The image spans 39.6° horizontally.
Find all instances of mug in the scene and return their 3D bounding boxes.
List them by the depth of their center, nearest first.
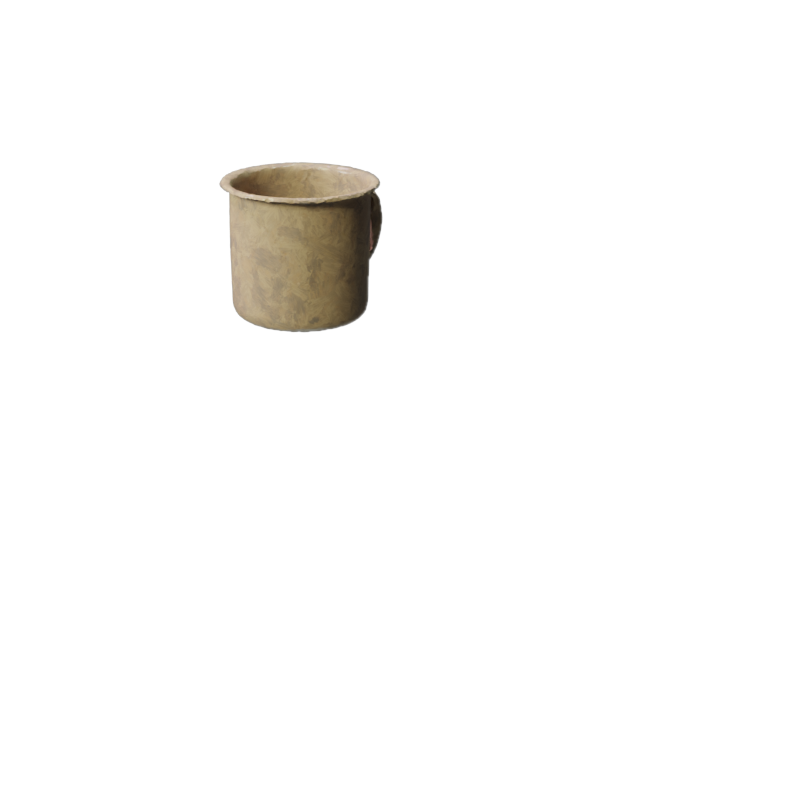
[{"bbox_3d":[-0.052,-0.095,0.664,0.098,0.078,0.116,16,27,34],"label":"mug"}]
